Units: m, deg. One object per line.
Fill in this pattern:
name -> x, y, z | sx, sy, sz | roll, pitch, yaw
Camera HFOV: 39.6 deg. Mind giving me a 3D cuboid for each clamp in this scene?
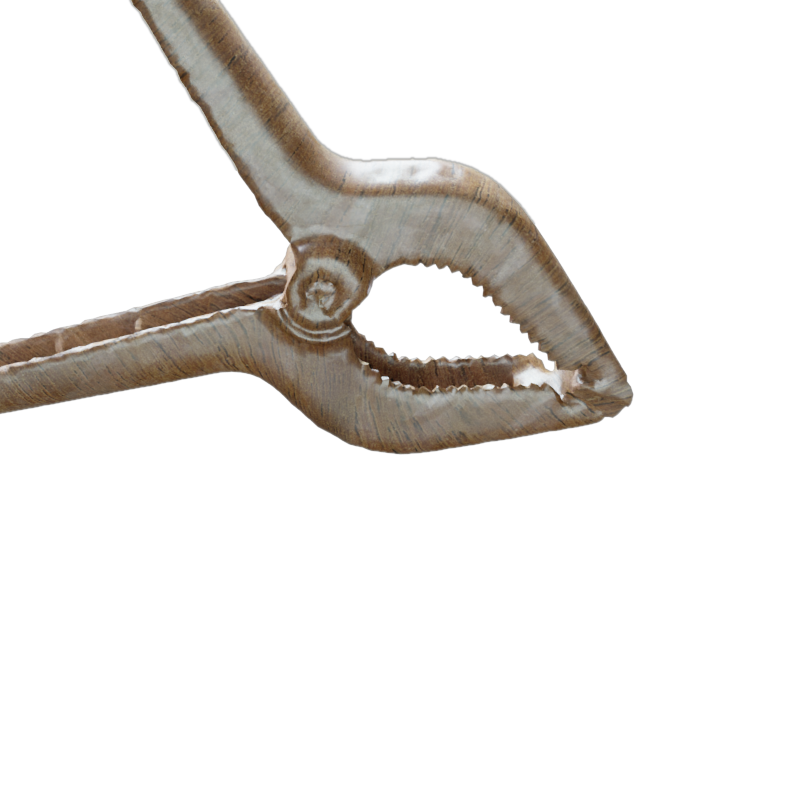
clamp -> -0.026, -0.047, 0.330 | 0.208, 0.159, 0.038 | 15, 21, -6
